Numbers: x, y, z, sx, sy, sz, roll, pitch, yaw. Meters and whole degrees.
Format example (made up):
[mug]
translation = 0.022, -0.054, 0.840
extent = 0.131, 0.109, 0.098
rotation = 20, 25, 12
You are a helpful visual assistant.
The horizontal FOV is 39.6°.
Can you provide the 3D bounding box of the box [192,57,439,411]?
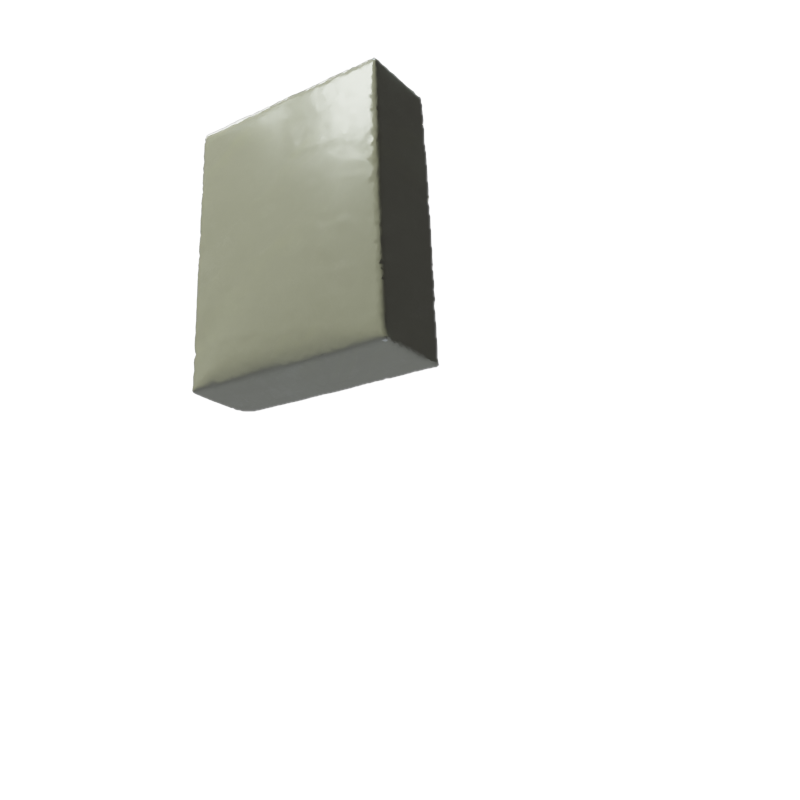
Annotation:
[box]
translation = -0.062, -0.112, 0.787
extent = 0.166, 0.226, 0.067
rotation = -17, -30, 31
